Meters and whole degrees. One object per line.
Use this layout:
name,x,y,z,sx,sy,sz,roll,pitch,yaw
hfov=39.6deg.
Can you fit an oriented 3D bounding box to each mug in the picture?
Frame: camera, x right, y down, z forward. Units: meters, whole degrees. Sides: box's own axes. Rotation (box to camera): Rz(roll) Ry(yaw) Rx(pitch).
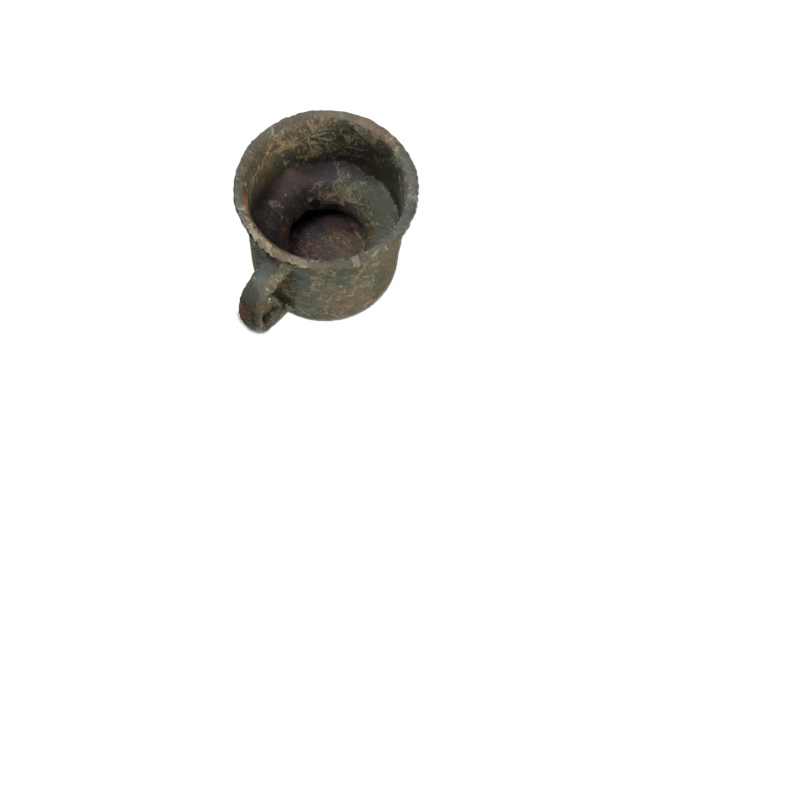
mug,-0.046,-0.083,0.583,0.096,0.120,0.077,29,-22,11
